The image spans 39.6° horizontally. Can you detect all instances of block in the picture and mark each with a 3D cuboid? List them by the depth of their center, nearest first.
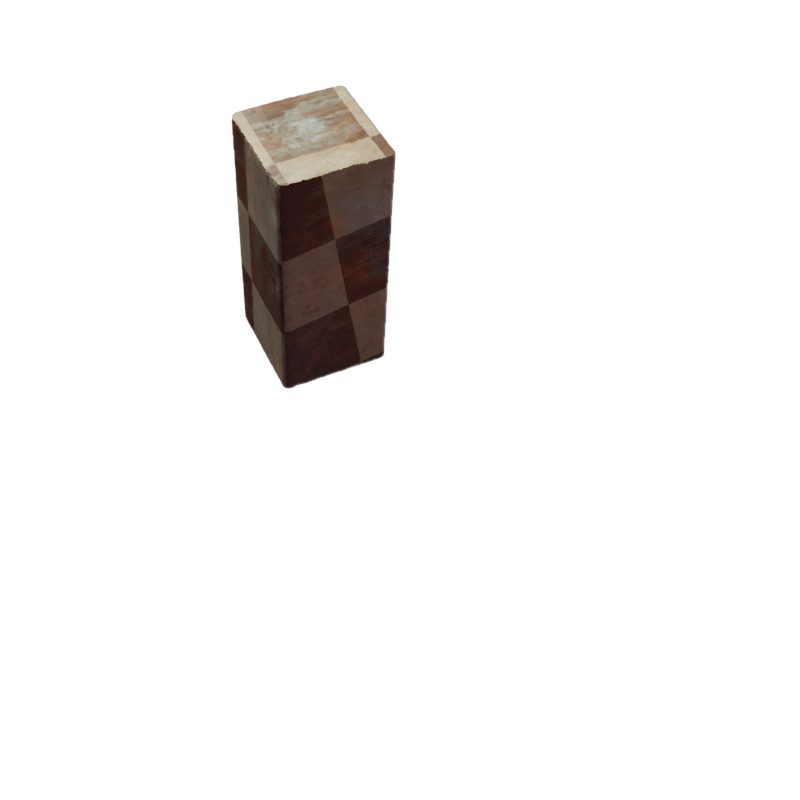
[{"bbox_3d":[-0.066,-0.119,0.831,0.089,0.098,0.192,-18,-39,-19],"label":"block"}]
